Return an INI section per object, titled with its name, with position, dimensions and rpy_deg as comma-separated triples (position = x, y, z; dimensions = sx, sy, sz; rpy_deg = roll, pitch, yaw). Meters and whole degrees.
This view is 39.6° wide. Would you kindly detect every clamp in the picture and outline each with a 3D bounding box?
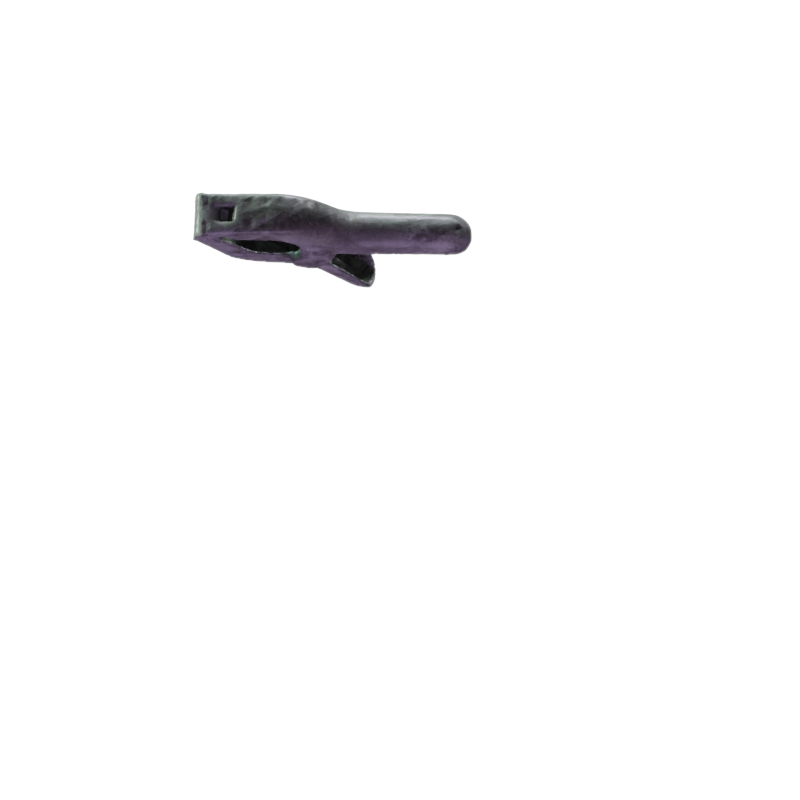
[clamp]
position = -0.055, -0.101, 0.706
dimensions = 0.166, 0.041, 0.119
rpy_deg = 7, -18, -23
